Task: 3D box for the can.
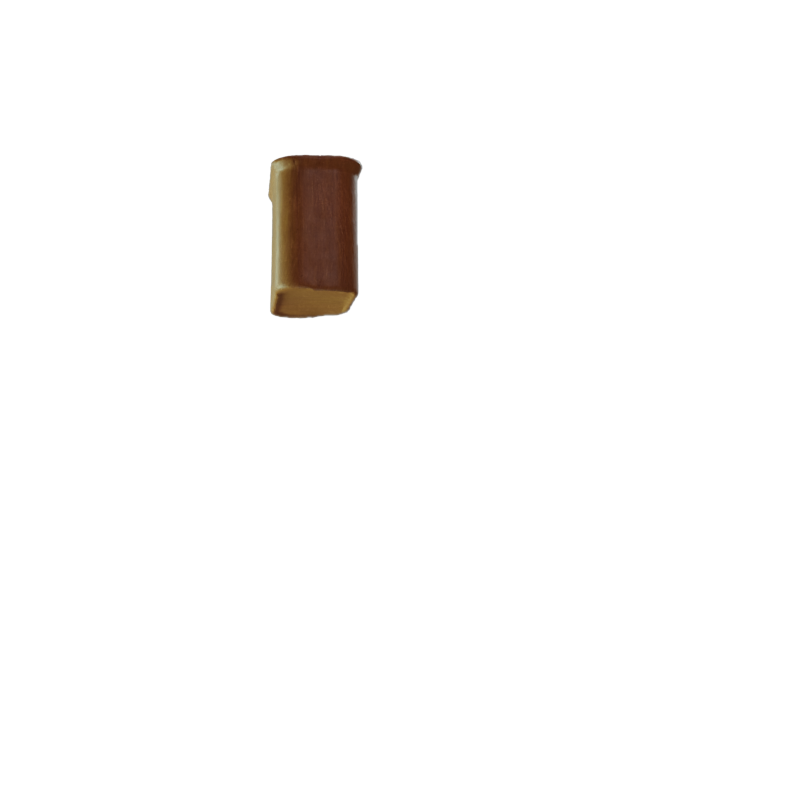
[{"bbox_3d":[-0.056,-0.102,0.713,0.057,0.086,0.100,1,-9,-7],"label":"can"}]
